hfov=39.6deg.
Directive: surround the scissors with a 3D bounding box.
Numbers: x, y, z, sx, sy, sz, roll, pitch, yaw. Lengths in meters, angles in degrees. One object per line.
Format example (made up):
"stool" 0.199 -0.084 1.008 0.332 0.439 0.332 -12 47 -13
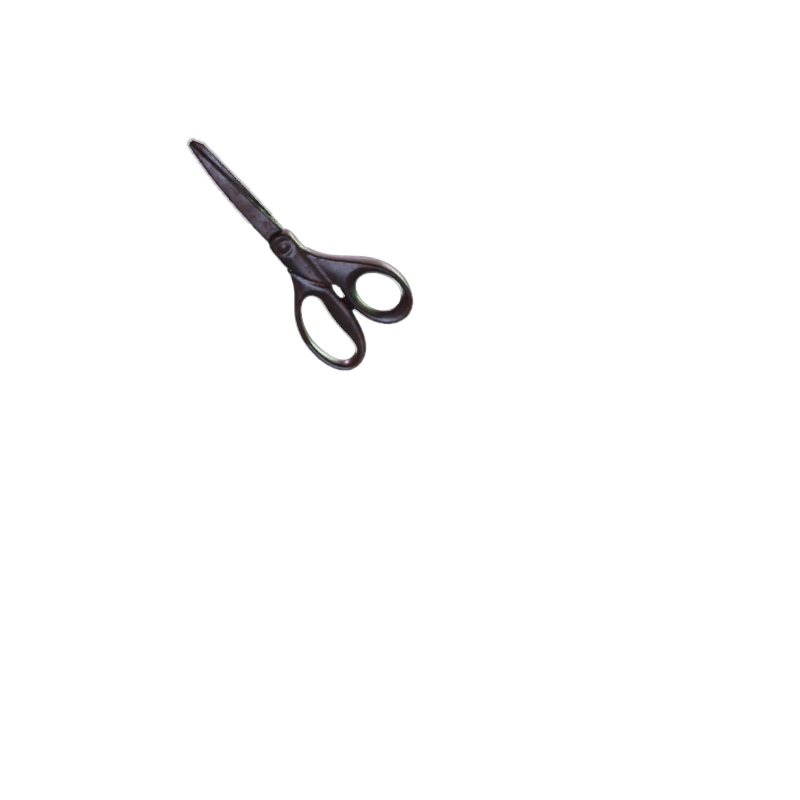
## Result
"scissors" -0.061 -0.111 0.776 0.096 0.192 0.016 -22 20 9
